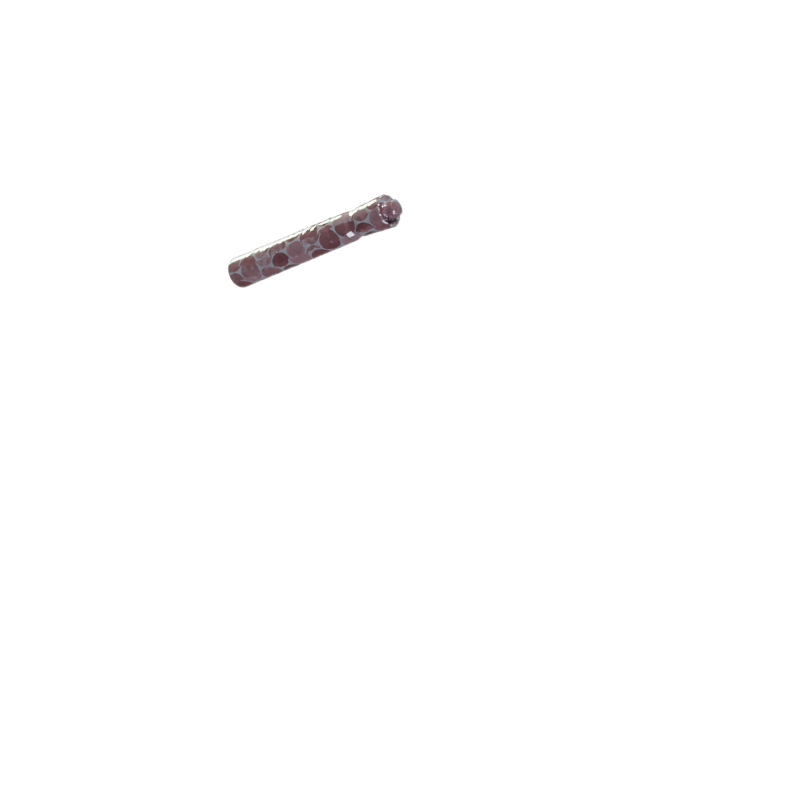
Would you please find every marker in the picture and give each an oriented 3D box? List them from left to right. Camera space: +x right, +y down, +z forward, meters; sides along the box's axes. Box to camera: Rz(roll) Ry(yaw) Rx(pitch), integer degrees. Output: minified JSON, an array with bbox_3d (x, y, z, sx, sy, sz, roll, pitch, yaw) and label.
[{"bbox_3d":[-0.049,-0.089,0.625,0.122,0.020,0.019,-16,-7,36],"label":"marker"}]
